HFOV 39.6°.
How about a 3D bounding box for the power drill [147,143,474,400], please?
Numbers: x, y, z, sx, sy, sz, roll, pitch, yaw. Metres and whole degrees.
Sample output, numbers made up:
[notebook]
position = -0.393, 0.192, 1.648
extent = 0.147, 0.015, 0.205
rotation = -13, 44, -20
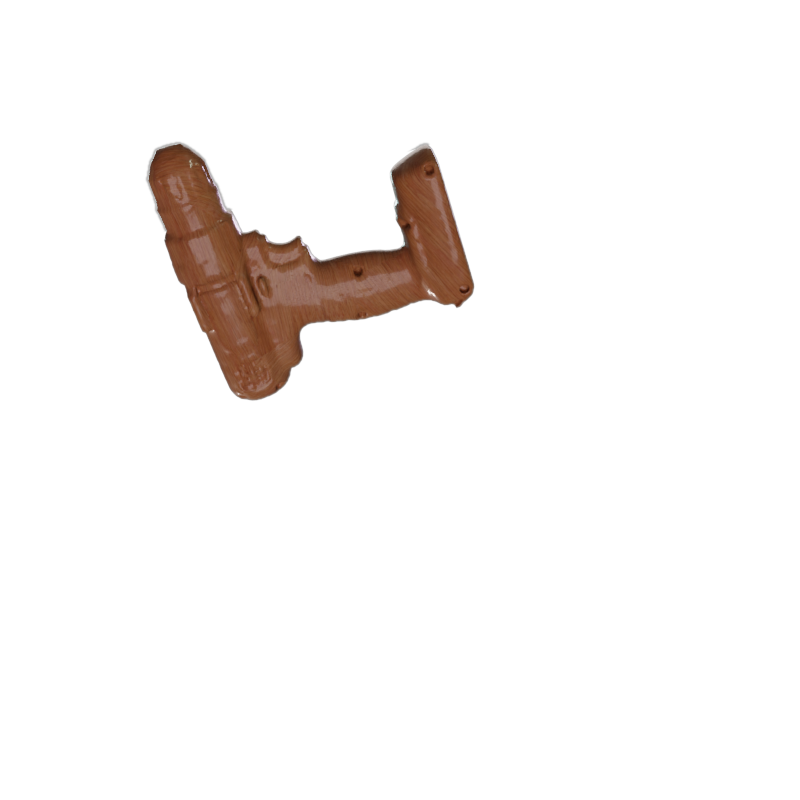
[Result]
[power drill]
position = -0.057, -0.105, 0.734
extent = 0.188, 0.175, 0.060
rotation = -17, 22, 7
